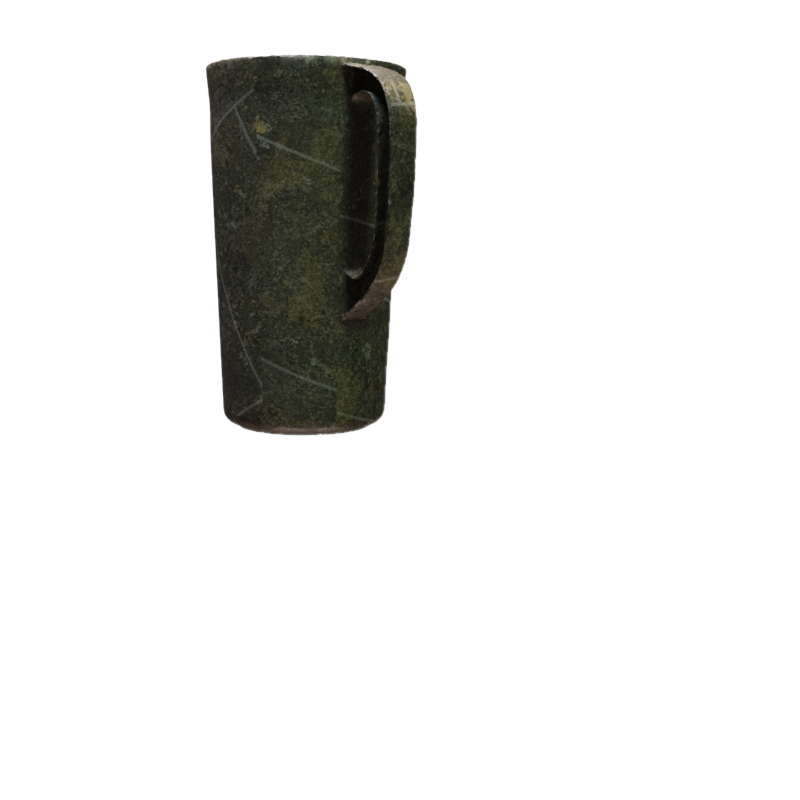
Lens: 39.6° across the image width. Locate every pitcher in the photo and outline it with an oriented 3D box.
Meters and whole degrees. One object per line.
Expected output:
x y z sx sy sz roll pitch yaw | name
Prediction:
-0.057 -0.104 0.728 0.147 0.242 0.148 0 3 7 | pitcher
